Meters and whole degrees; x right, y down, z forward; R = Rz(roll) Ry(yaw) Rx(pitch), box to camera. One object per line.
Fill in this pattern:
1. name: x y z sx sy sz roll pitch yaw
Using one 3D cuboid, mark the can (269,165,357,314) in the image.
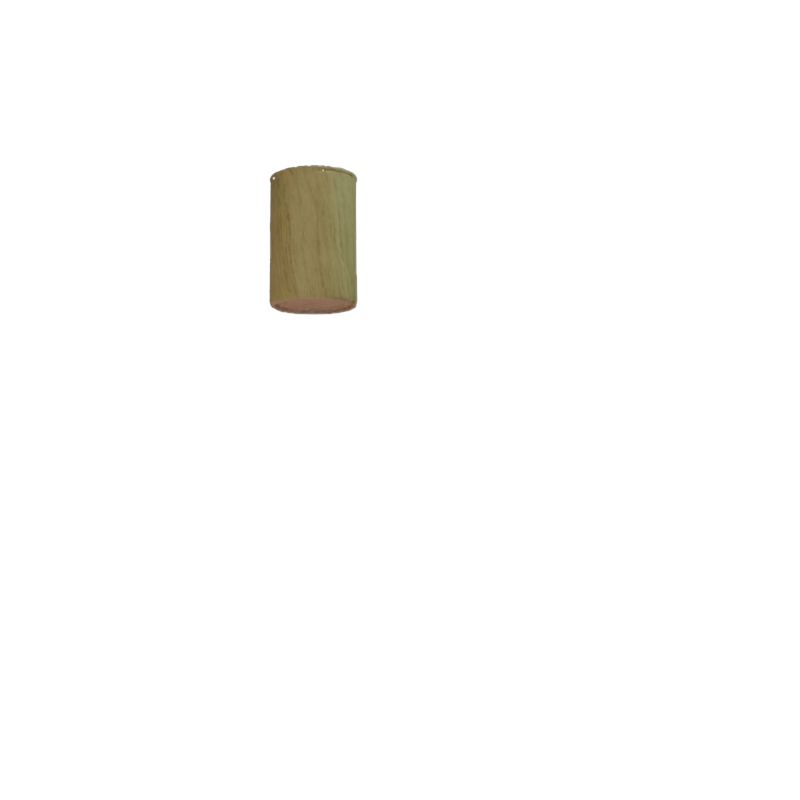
1. can: -0.067 -0.121 0.850 0.068 0.106 0.067 0 -12 -2
